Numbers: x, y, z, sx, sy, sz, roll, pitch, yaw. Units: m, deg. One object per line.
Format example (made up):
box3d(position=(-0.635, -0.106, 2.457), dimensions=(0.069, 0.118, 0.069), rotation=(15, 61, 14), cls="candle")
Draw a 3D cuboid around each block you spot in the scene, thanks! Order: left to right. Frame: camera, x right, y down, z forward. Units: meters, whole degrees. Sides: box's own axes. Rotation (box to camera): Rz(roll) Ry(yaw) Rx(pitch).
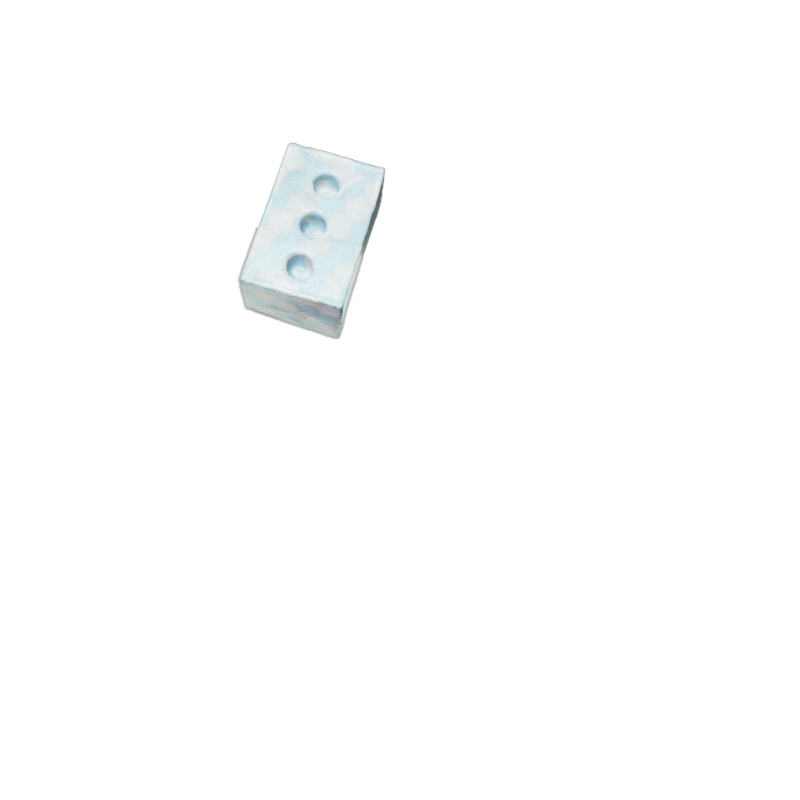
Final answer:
box3d(position=(-0.044, -0.080, 0.560), dimensions=(0.053, 0.081, 0.049), rotation=(16, -16, 2), cls="block")
